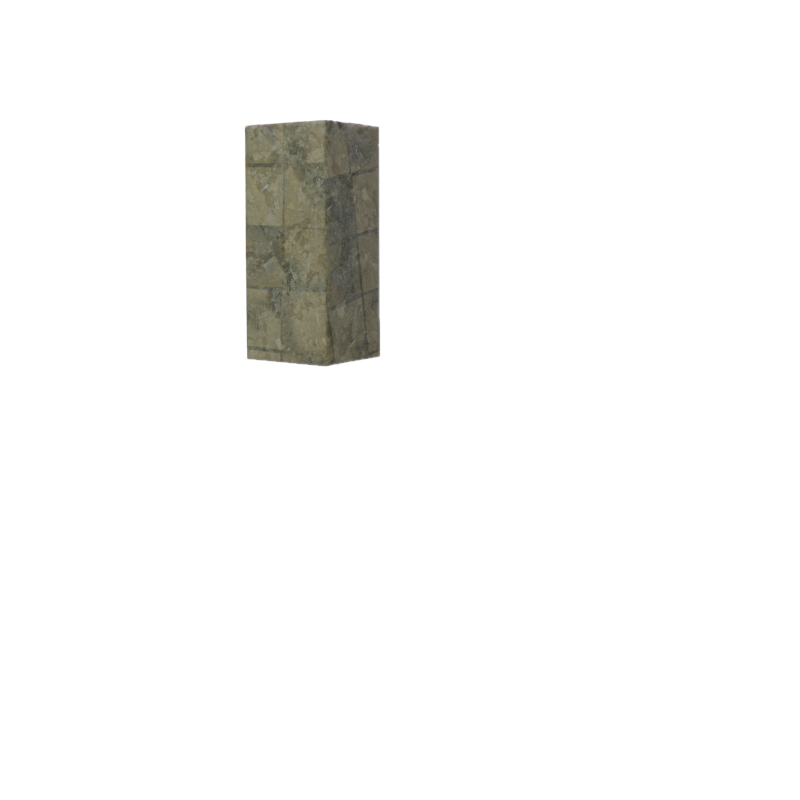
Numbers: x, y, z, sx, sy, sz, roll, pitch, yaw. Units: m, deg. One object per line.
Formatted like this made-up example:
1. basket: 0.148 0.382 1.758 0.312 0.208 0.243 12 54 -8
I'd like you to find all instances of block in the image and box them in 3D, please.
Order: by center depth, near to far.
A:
1. block: -0.078 -0.141 0.984 0.094 0.205 0.087 2 3 34
